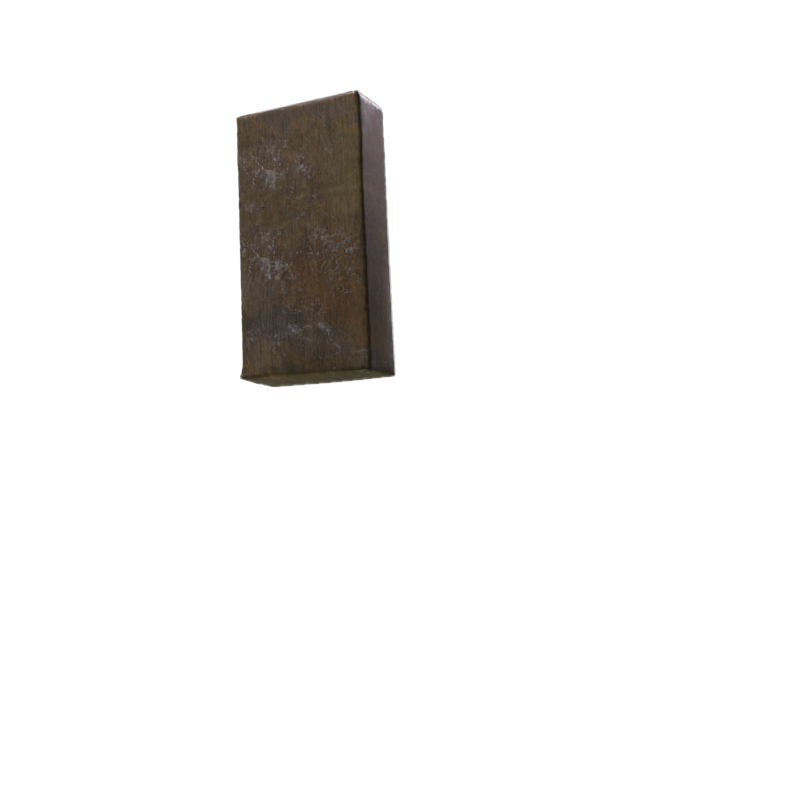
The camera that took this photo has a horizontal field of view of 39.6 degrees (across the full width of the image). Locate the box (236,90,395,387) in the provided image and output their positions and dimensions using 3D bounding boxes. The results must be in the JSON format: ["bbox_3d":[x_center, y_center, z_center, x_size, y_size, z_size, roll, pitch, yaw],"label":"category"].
[{"bbox_3d":[-0.055,-0.100,0.704,0.095,0.182,0.045,-7,-15,26],"label":"box"}]
